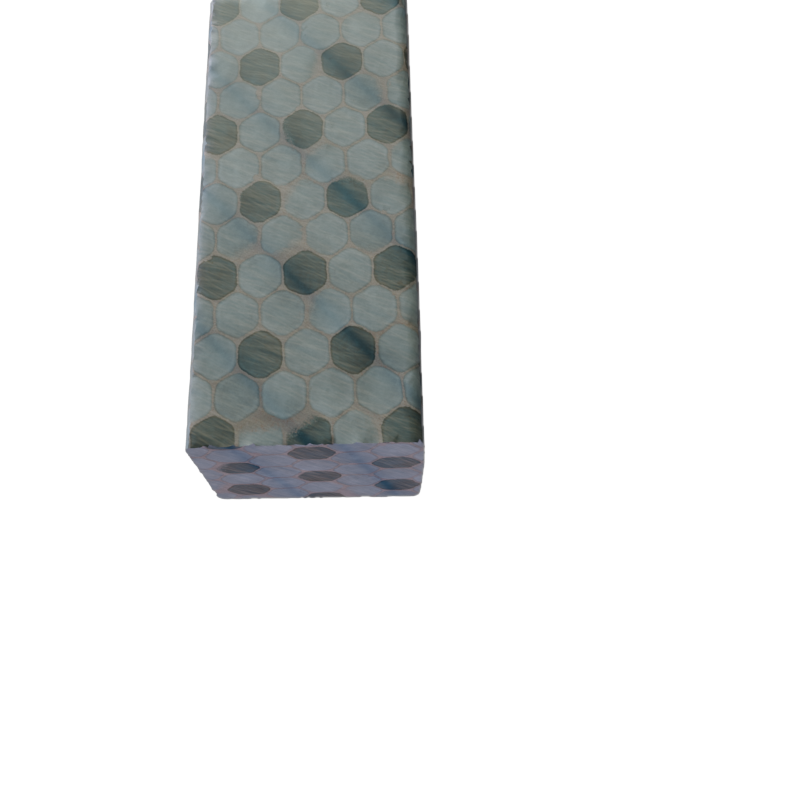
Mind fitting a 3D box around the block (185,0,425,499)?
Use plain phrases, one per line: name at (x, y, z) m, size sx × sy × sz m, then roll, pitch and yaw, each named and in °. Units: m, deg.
block at (-0.038, -0.070, 0.489) m, size 0.091 × 0.218 × 0.085 m, roll -2°, pitch -23°, yaw 1°
